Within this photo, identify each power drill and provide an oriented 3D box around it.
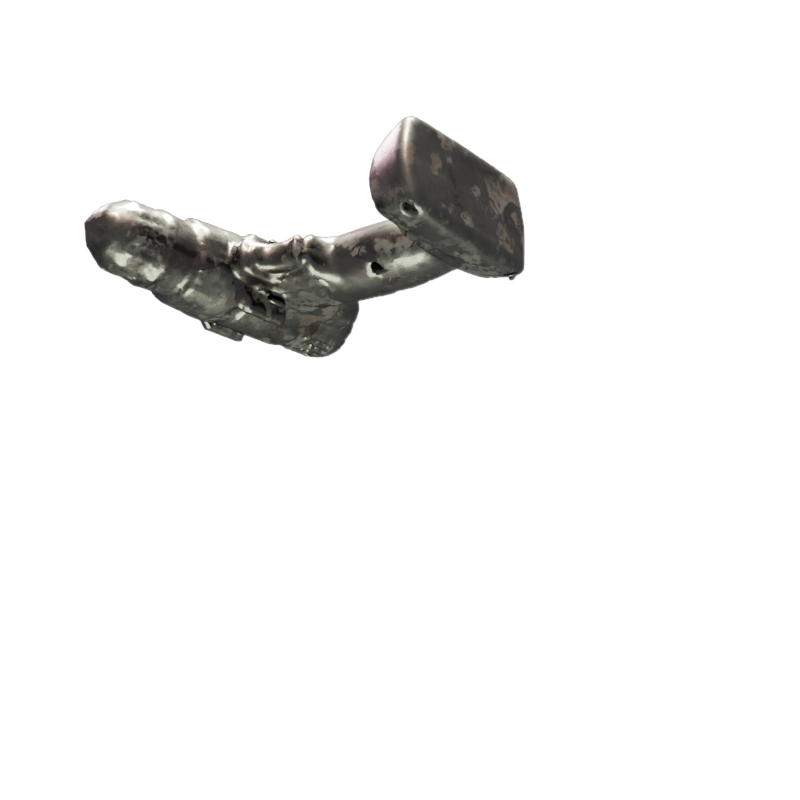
[{"bbox_3d":[-0.046,-0.083,0.583,0.190,0.060,0.173,-16,-24,38],"label":"power drill"}]
